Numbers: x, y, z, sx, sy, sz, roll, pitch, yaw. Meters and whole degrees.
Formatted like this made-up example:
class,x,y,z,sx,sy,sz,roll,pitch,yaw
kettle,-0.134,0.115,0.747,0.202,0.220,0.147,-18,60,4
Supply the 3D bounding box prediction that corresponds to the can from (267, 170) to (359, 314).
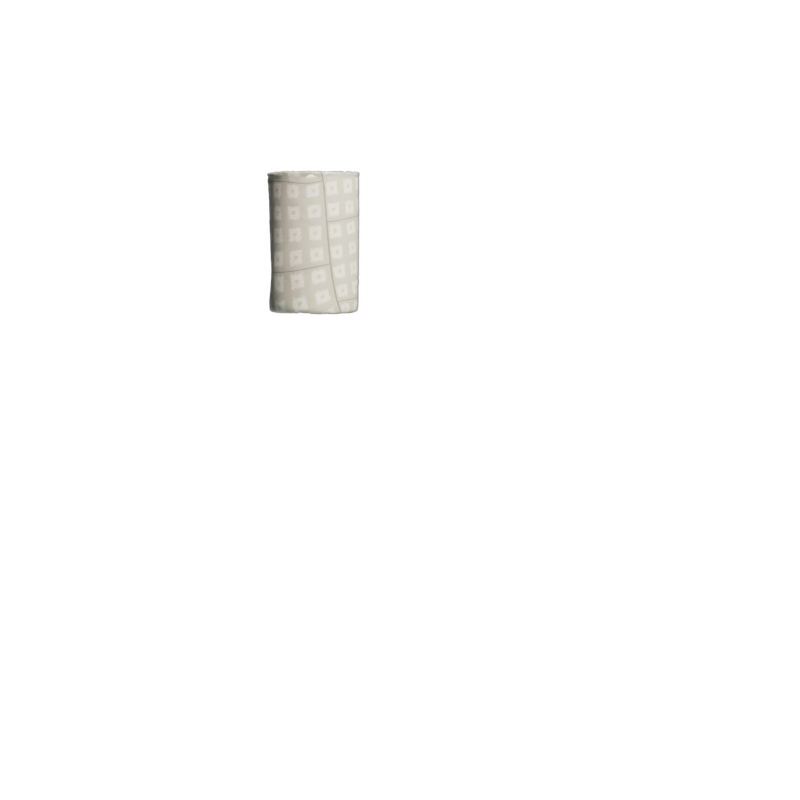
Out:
class,x,y,z,sx,sy,sz,roll,pitch,yaw
can,-0.064,-0.116,0.813,0.068,0.102,0.069,0,3,-2
